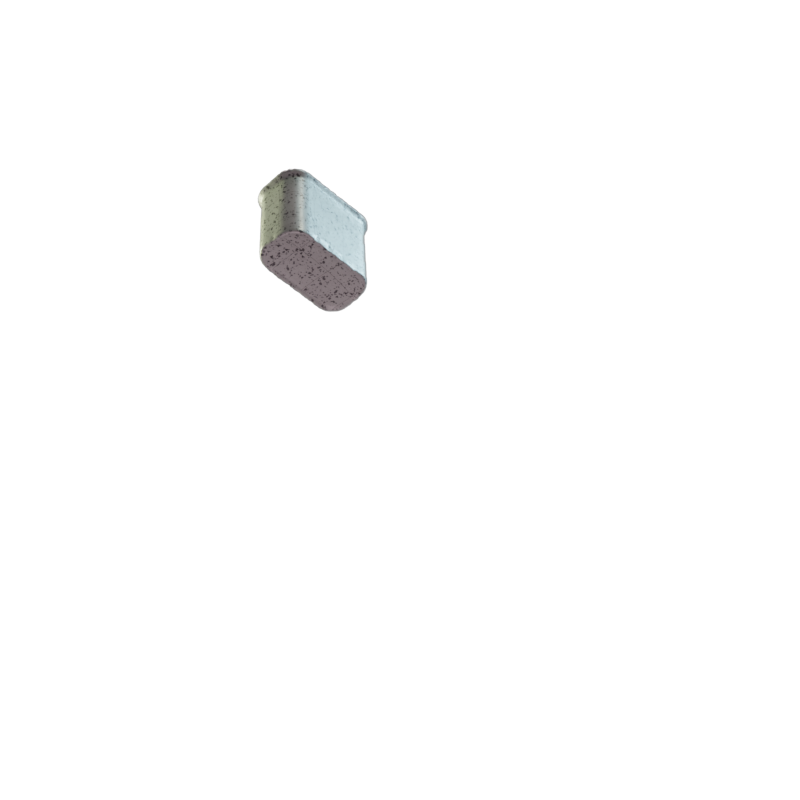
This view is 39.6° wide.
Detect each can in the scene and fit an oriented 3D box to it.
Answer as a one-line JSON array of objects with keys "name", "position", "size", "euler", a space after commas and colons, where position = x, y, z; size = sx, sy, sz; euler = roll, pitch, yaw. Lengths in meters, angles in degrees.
[{"name": "can", "position": [-0.075, -0.136, 0.951], "size": [0.096, 0.090, 0.057], "euler": [35, -58, -29]}]
